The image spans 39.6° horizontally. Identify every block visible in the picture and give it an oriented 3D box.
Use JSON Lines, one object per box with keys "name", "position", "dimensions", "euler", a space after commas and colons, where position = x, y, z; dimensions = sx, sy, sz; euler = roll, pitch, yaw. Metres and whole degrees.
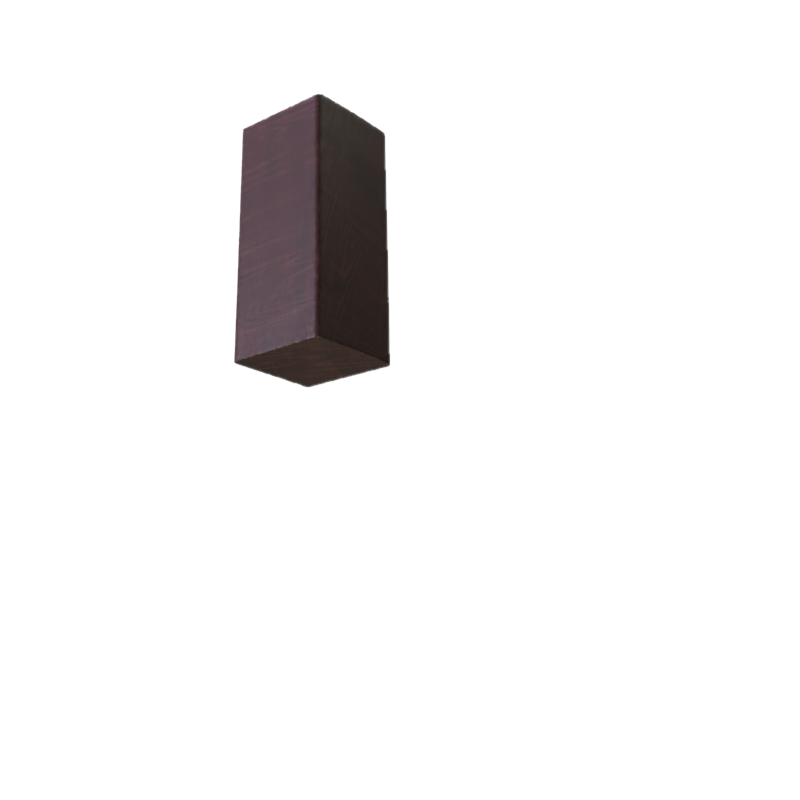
{"name": "block", "position": [-0.069, -0.127, 0.894], "dimensions": [0.092, 0.217, 0.084], "euler": [-19, -28, 35]}
